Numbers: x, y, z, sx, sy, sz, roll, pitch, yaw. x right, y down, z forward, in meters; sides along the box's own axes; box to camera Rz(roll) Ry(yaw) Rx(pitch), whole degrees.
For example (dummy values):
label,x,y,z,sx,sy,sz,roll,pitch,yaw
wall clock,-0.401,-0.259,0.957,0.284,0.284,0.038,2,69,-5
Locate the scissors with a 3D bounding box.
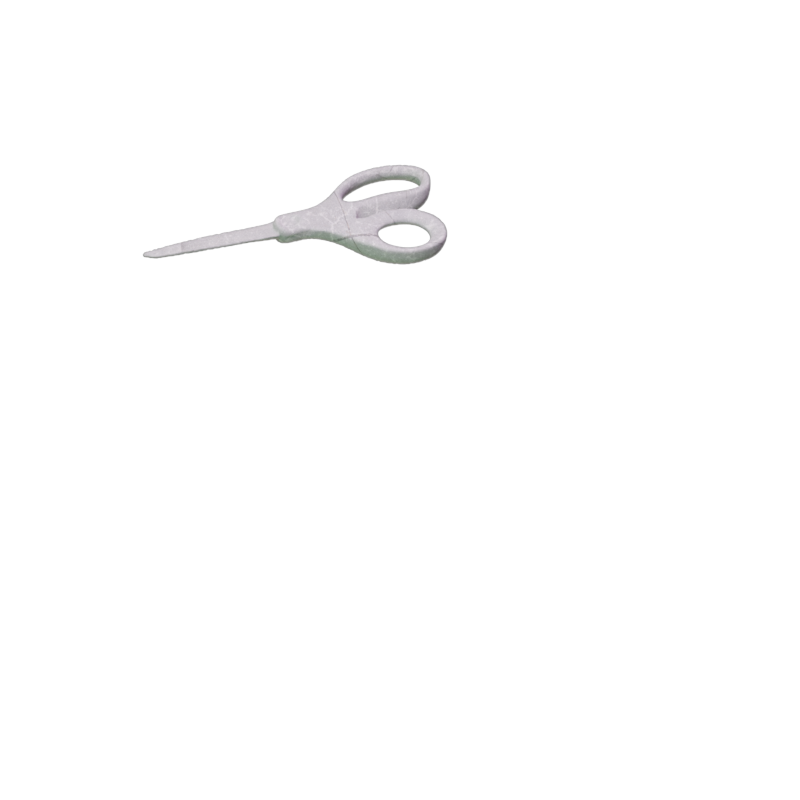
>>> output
label,x,y,z,sx,sy,sz,roll,pitch,yaw
scissors,-0.057,-0.103,0.724,0.201,0.015,0.104,-26,53,-22
